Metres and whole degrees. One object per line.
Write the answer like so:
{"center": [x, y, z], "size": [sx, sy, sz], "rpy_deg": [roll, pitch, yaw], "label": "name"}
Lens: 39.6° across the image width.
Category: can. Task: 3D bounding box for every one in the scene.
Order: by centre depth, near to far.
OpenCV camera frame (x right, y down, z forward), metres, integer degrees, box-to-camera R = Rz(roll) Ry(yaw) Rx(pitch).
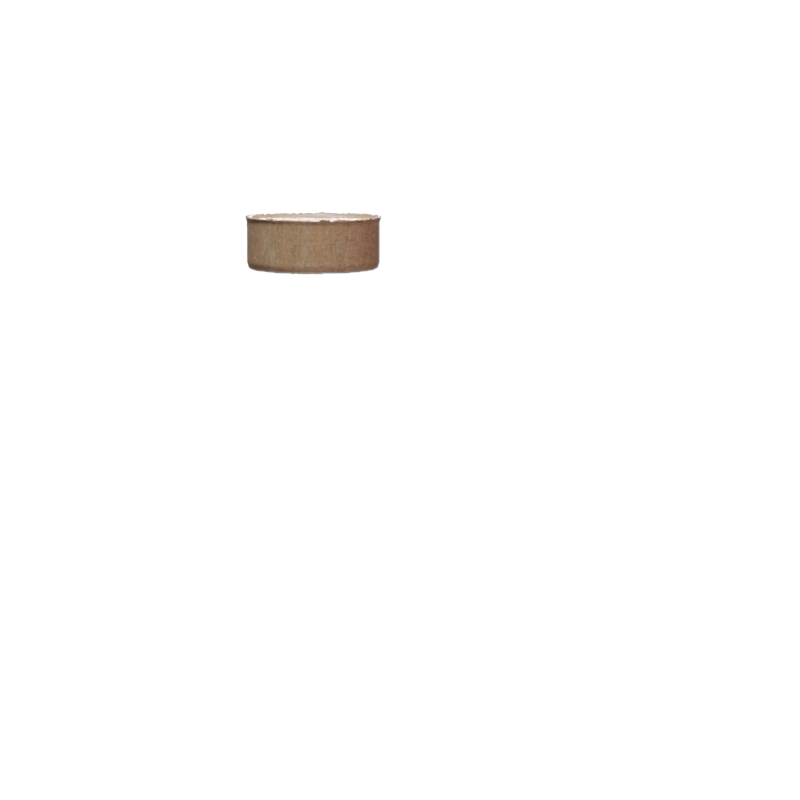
{"center": [-0.055, -0.100, 0.704], "size": [0.086, 0.033, 0.088], "rpy_deg": [0, 11, -2], "label": "can"}
